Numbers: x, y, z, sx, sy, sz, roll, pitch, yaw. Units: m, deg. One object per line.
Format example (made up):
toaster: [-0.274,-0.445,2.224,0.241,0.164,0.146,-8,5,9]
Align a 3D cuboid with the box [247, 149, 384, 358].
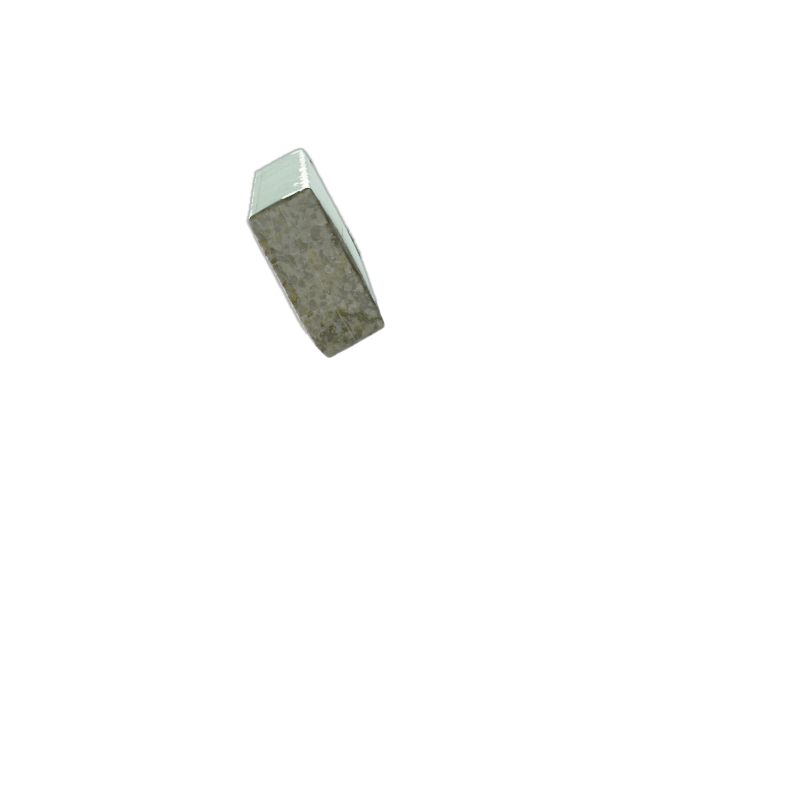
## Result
box: [-0.054,-0.099,0.690,0.048,0.090,0.184,-27,19,6]
